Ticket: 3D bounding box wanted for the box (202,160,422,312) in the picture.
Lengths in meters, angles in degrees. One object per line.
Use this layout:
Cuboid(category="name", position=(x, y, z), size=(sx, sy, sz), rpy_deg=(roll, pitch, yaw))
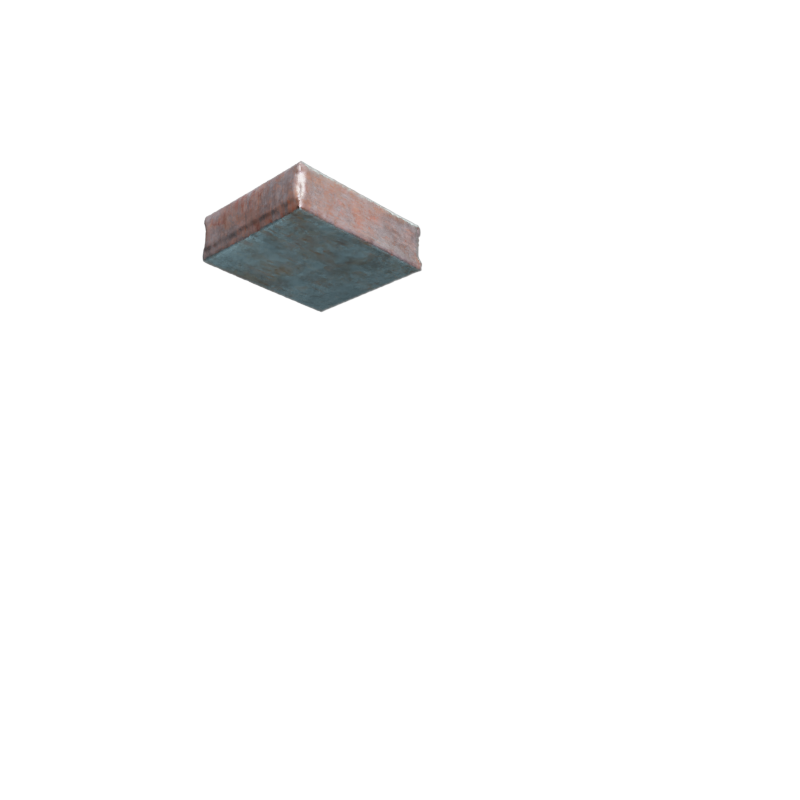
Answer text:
Cuboid(category="box", position=(-0.044, -0.081, 0.568), size=(0.073, 0.032, 0.084), rpy_deg=(-22, -31, 40))
